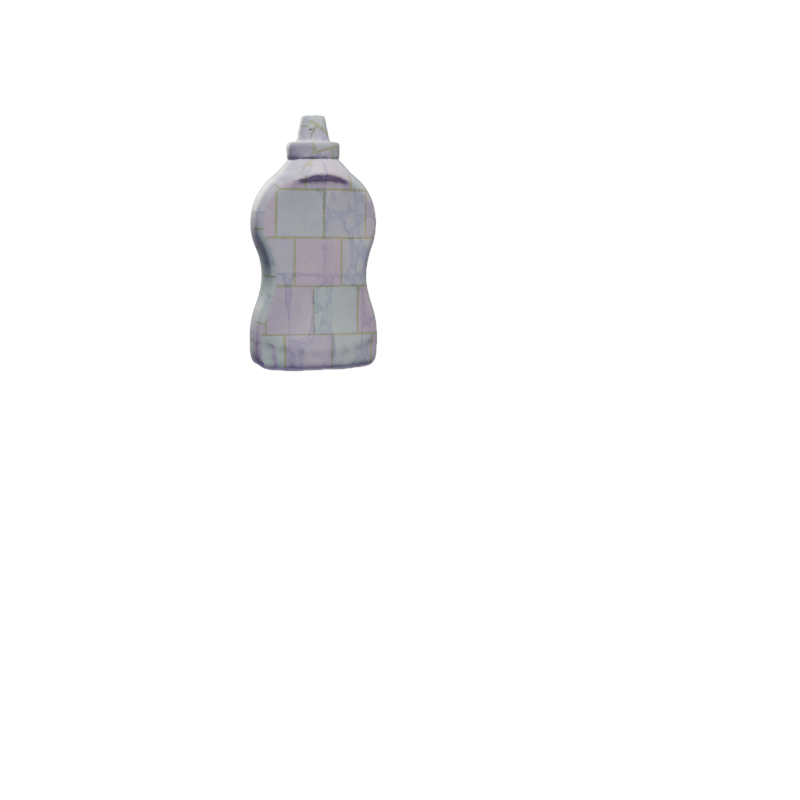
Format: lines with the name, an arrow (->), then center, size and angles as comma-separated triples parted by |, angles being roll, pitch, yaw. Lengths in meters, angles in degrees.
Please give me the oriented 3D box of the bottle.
bottle -> -0.067, -0.121, 0.849 | 0.094, 0.191, 0.060 | -1, 3, -16
